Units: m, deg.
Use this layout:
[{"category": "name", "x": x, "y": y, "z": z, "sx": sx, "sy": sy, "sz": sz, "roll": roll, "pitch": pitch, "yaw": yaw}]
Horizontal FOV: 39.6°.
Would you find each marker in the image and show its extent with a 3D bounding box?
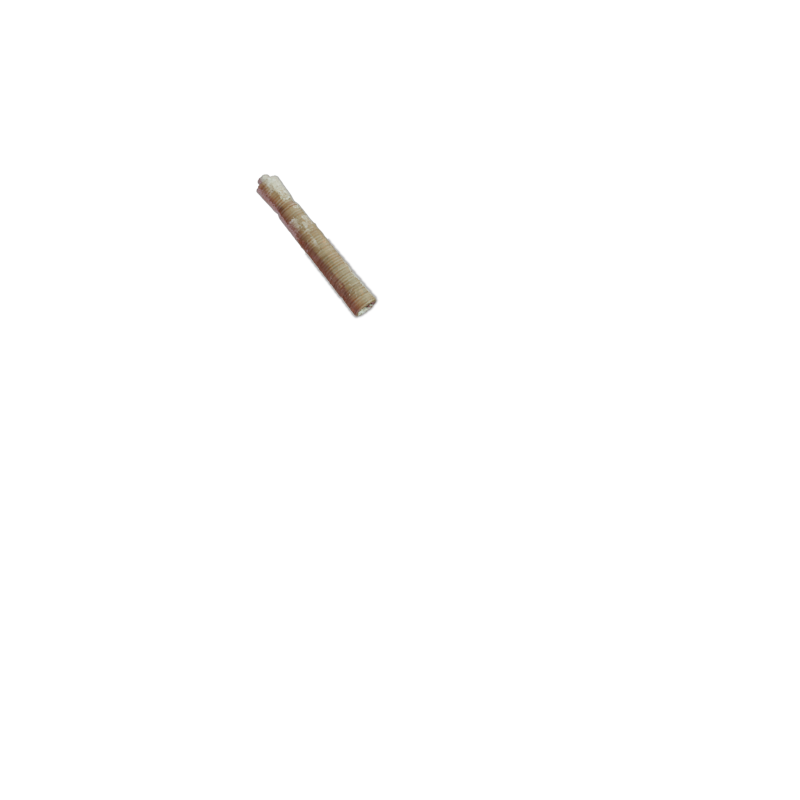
[{"category": "marker", "x": -0.060, "y": -0.109, "z": 0.762, "sx": 0.020, "sy": 0.127, "sz": 0.019, "roll": -34, "pitch": -17, "yaw": -12}]
